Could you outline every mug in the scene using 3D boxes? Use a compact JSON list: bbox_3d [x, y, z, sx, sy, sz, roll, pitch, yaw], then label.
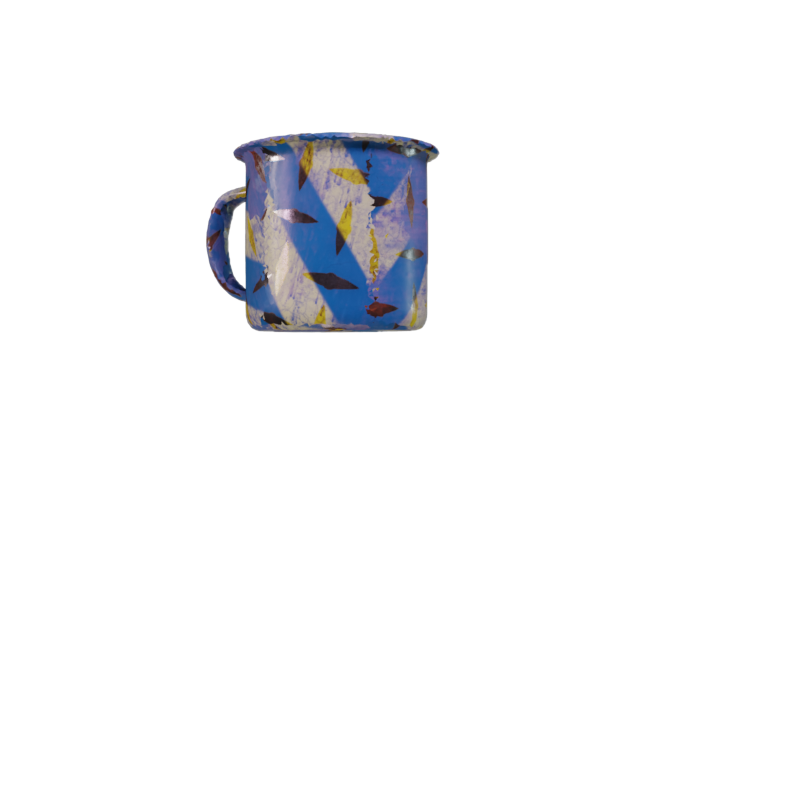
[{"bbox_3d":[-0.039,-0.072,0.504,0.121,0.082,0.090,0,-1,28],"label":"mug"}]
